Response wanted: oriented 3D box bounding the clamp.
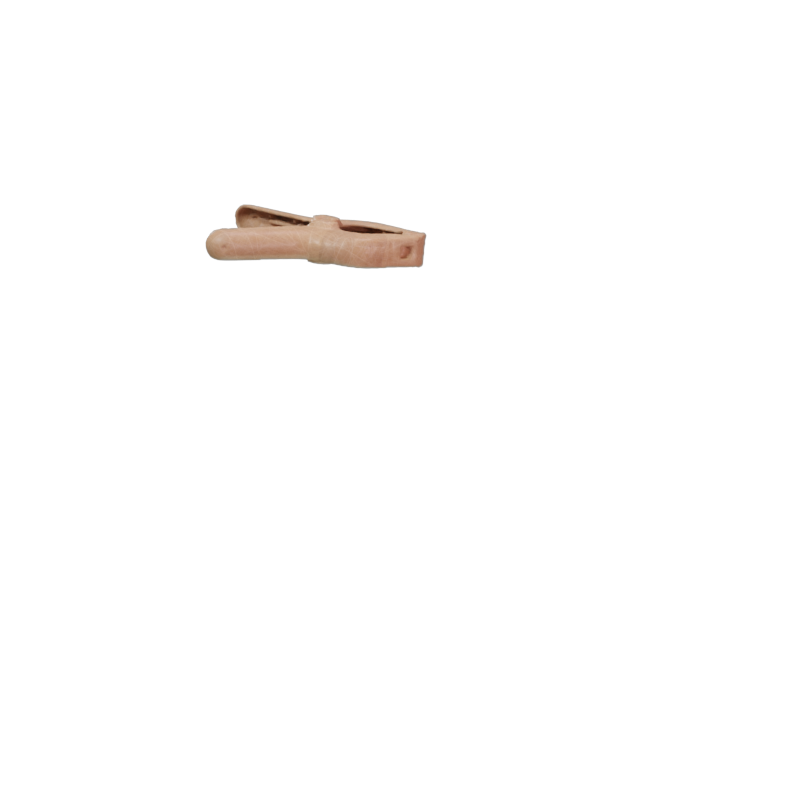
[{"bbox_3d":[-0.069,-0.126,0.882,0.175,0.037,0.123,7,26,14],"label":"clamp"}]
